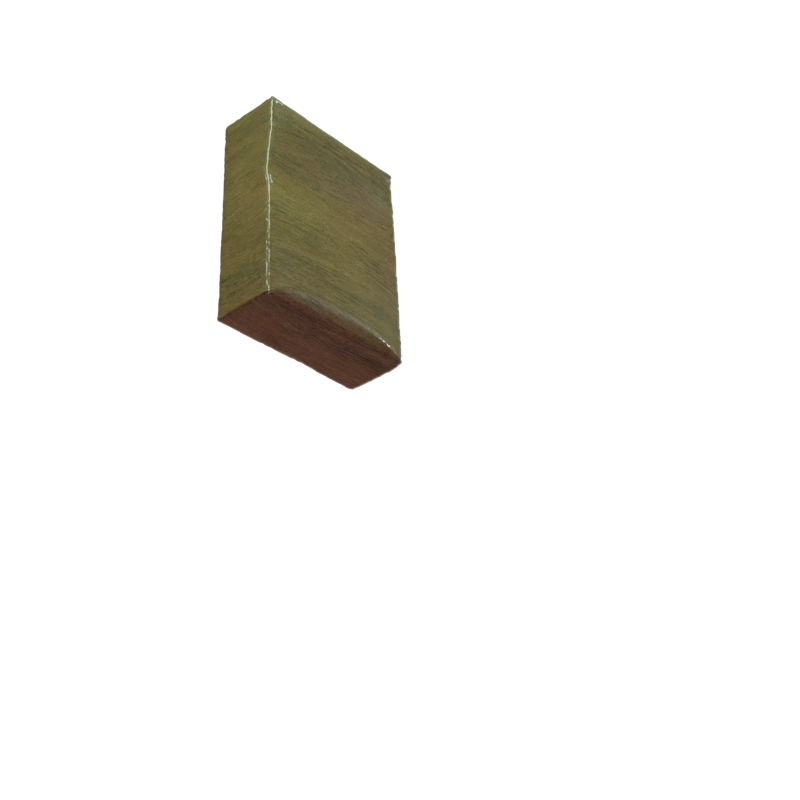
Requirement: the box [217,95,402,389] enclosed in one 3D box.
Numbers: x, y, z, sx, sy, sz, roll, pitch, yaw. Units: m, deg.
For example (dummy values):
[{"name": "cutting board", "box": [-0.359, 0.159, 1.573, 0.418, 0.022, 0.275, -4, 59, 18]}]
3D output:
[{"name": "box", "box": [-0.076, -0.139, 0.976, 0.072, 0.229, 0.153, -29, -42, 34]}]
